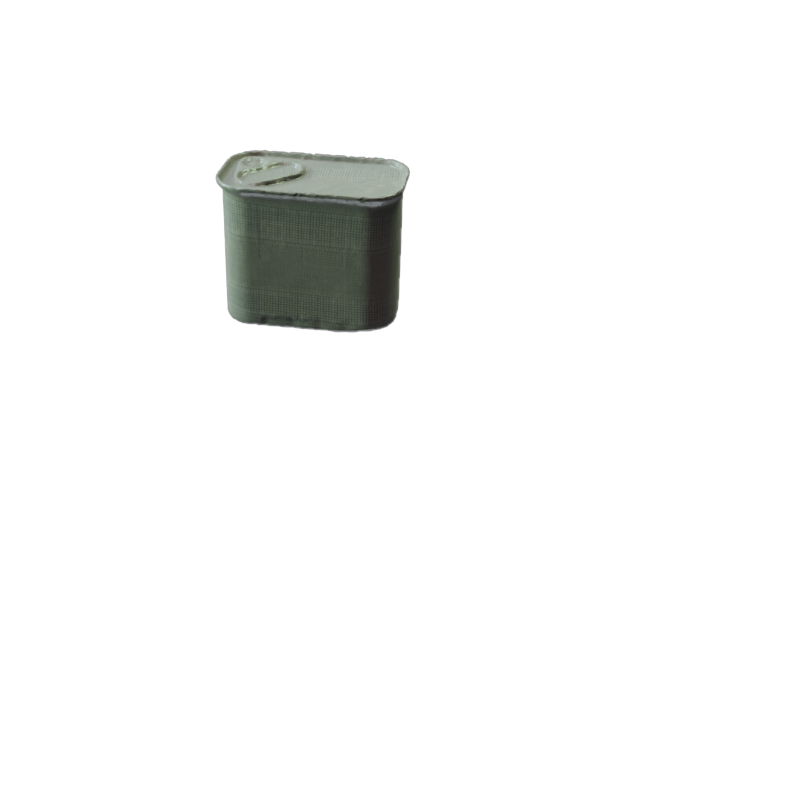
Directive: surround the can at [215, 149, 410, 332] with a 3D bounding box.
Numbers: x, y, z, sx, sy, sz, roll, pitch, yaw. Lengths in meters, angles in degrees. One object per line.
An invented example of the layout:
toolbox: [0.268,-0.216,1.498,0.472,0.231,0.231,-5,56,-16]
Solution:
can: [-0.048,-0.087,0.613,0.103,0.079,0.060,6,29,8]
